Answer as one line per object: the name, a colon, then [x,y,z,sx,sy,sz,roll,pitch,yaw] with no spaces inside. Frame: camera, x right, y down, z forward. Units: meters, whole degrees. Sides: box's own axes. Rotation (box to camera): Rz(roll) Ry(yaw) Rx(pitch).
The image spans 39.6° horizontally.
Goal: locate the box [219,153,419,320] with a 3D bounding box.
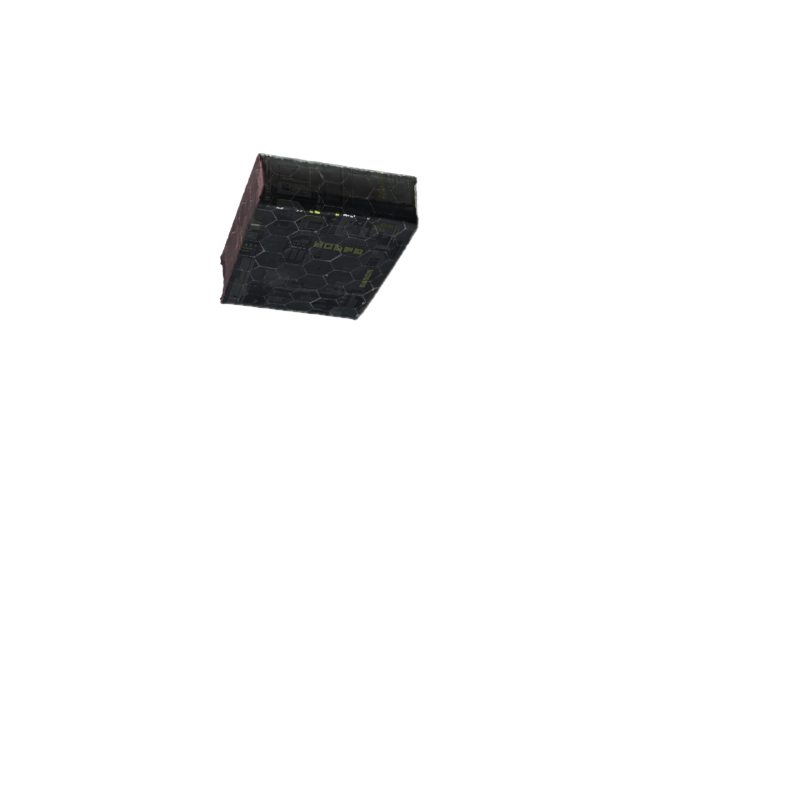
box: [-0.049,-0.090,0.629,0.088,0.041,0.109,8,-30,-15]
